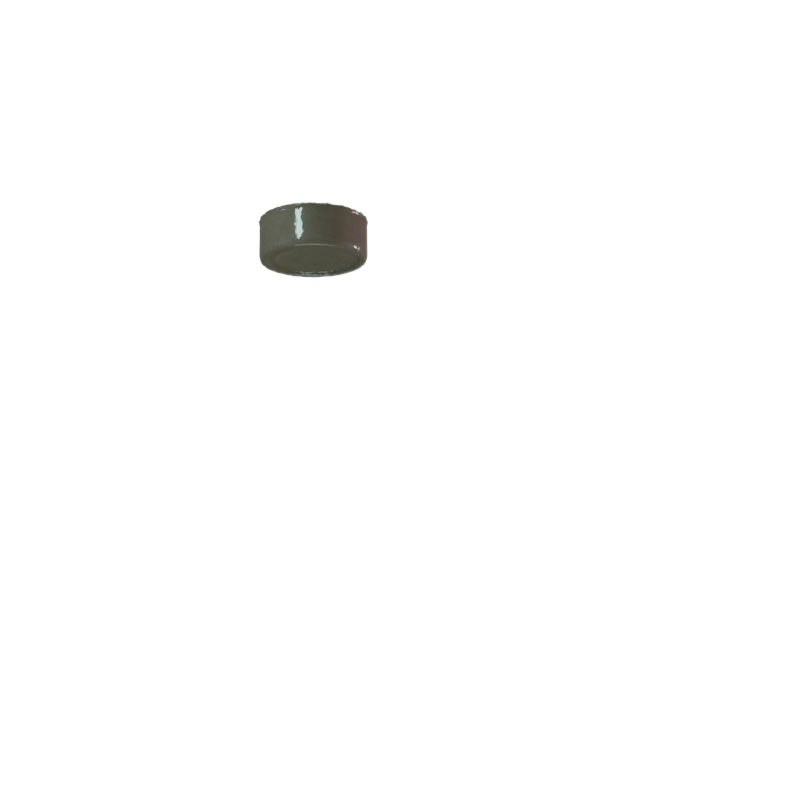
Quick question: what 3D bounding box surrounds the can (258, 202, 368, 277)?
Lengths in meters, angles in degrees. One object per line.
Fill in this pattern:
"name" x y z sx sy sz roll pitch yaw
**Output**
"can" -0.068 -0.124 0.868 0.086 0.035 0.083 0 -13 -2
